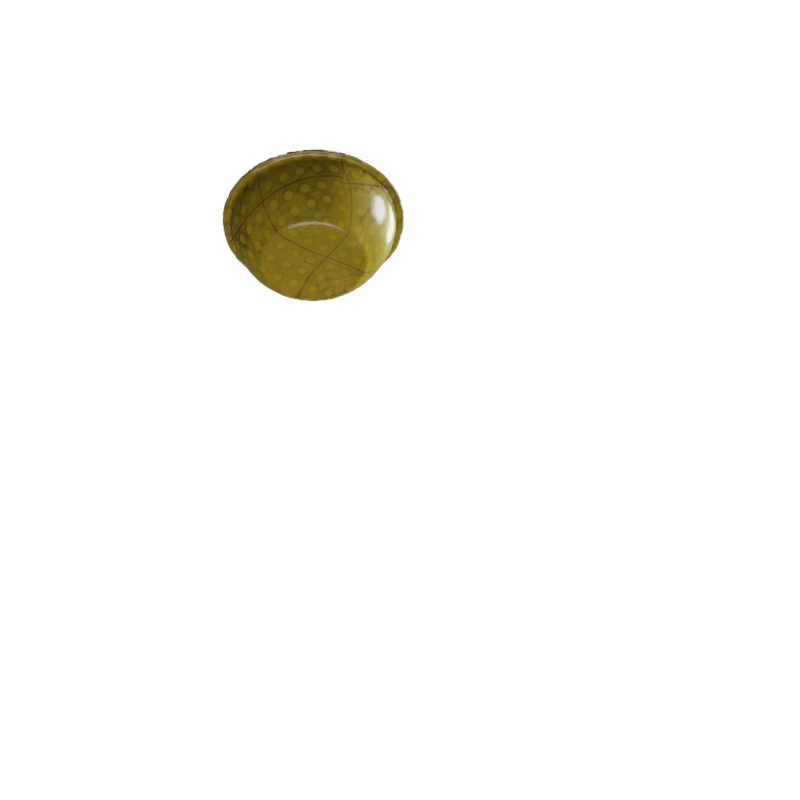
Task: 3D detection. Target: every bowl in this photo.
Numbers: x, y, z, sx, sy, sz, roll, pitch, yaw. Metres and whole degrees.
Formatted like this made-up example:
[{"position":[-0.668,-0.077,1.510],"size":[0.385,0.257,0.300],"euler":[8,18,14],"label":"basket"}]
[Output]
[{"position":[-0.076,-0.138,0.966],"size":[0.162,0.151,0.059],"euler":[1,45,-1],"label":"bowl"}]
